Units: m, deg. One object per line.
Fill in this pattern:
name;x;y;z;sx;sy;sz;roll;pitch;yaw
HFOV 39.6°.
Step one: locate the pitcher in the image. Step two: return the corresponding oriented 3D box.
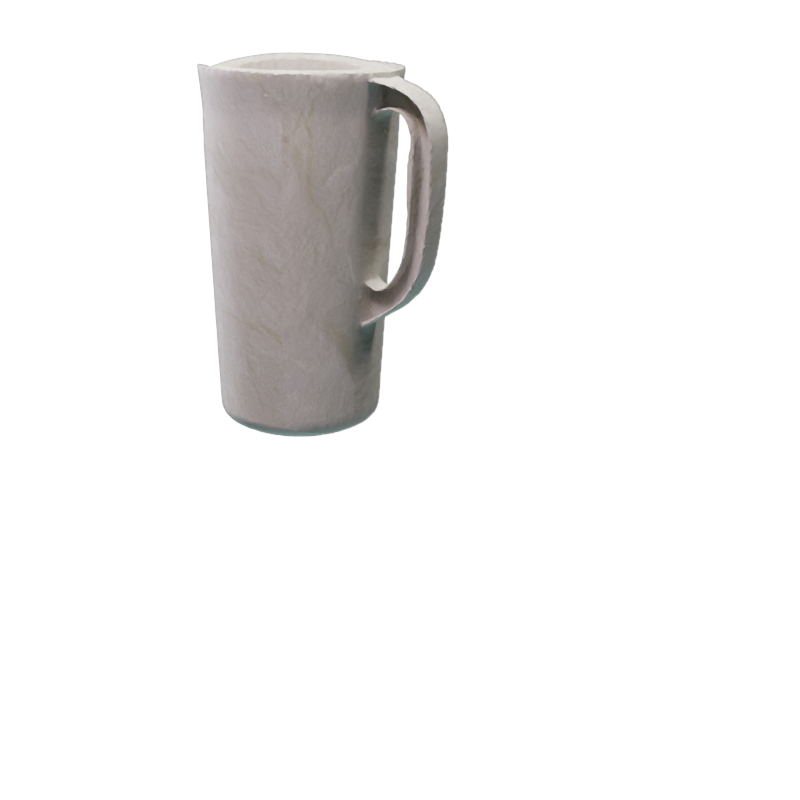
pitcher;-0.057;-0.104;0.725;0.143;0.235;0.156;-2;16;-10
